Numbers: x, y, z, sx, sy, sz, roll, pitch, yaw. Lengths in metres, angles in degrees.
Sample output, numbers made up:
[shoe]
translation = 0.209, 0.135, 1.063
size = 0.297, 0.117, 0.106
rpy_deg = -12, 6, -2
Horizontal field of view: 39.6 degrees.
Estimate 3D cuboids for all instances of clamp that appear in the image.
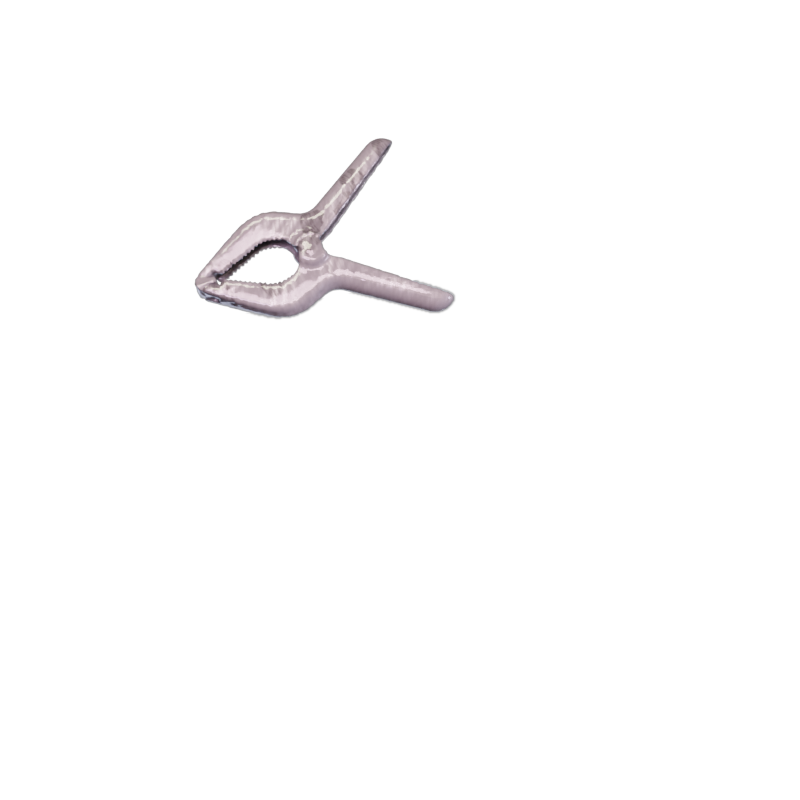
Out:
[clamp]
translation = -0.074, -0.135, 0.946
size = 0.209, 0.173, 0.035
rpy_deg = -12, -20, -5
